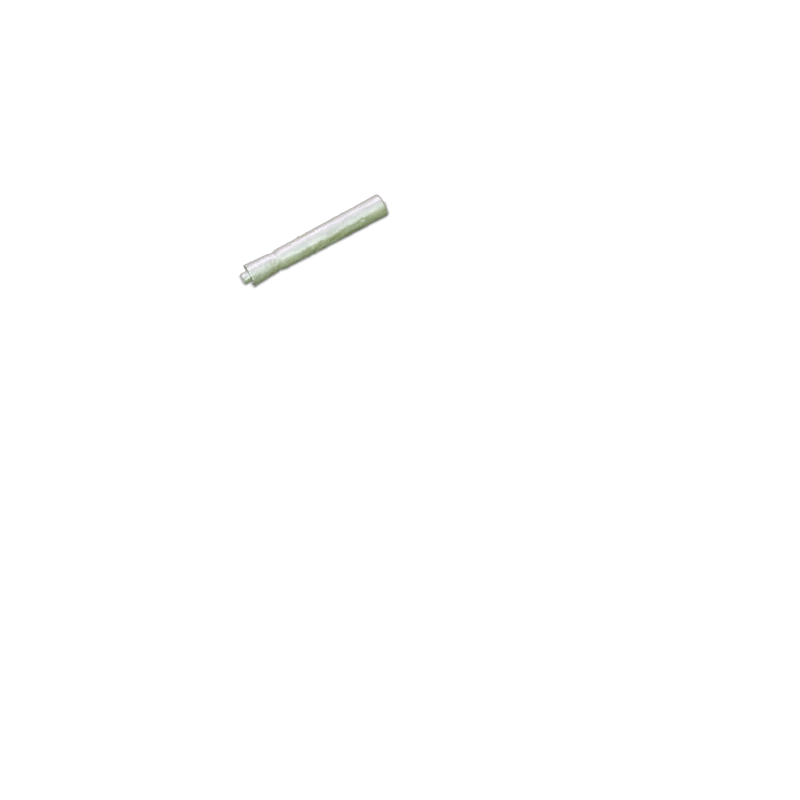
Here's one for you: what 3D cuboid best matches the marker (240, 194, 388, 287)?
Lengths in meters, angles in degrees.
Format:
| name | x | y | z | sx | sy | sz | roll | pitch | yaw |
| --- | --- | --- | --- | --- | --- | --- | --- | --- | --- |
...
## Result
| name | x | y | z | sx | sy | sz | roll | pitch | yaw |
| --- | --- | --- | --- | --- | --- | --- | --- | --- | --- |
| marker | -0.065 | -0.119 | 0.831 | 0.121 | 0.019 | 0.020 | -30 | 10 | -10 |
